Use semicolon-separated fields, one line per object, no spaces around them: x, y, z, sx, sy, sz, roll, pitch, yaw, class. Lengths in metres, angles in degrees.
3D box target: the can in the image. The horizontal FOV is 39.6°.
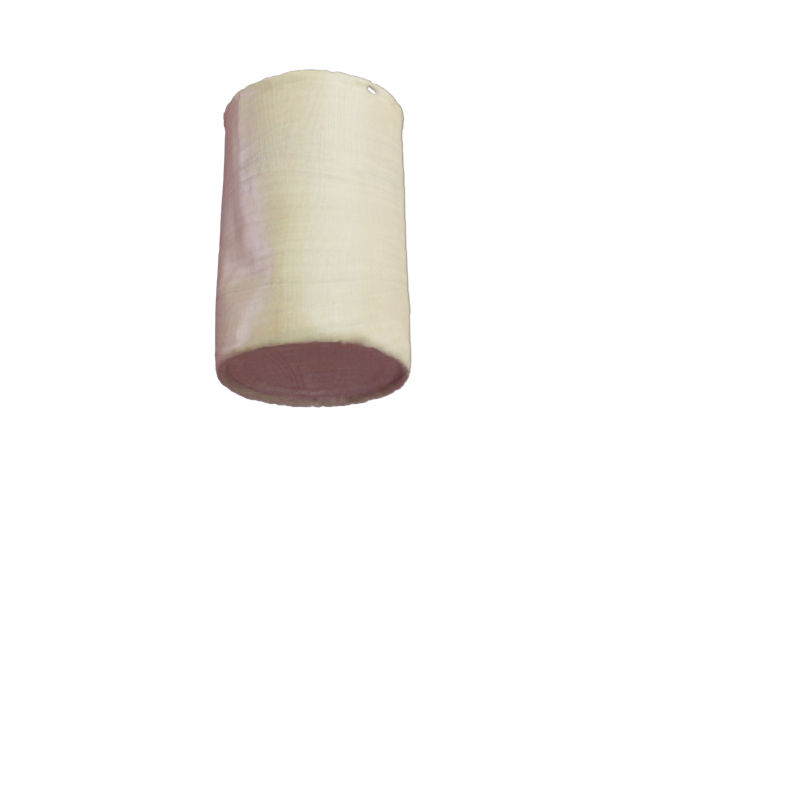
-0.031;-0.056;0.394;0.068;0.108;0.065;0;-24;-2;can
